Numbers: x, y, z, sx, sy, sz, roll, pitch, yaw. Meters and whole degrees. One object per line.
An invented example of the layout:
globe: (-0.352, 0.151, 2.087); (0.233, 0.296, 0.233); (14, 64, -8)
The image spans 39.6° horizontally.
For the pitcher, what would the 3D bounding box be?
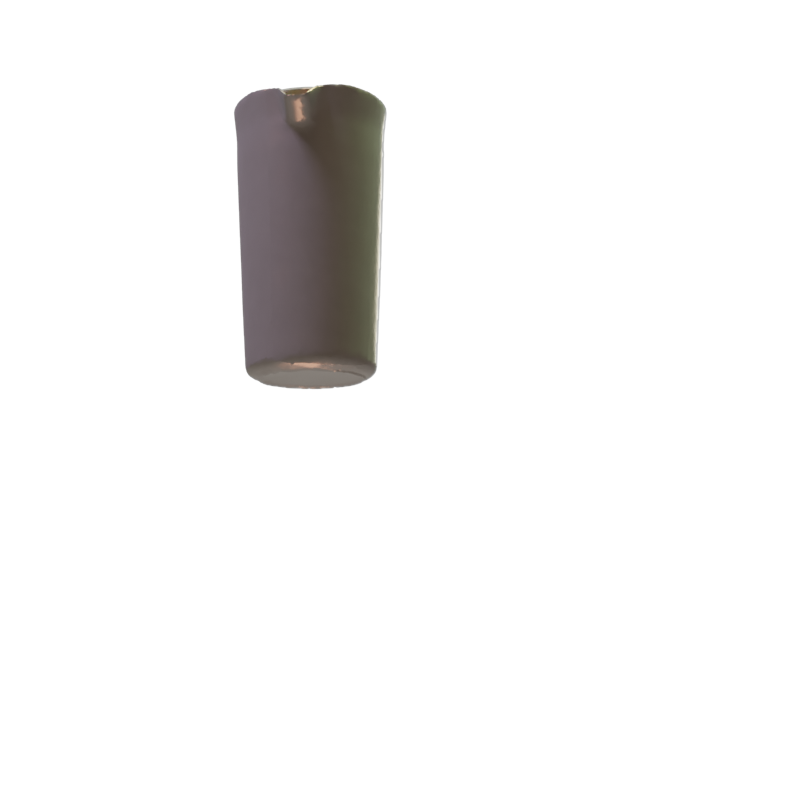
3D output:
pitcher: (-0.074, -0.135, 0.948); (0.142, 0.252, 0.147); (11, -19, -39)
